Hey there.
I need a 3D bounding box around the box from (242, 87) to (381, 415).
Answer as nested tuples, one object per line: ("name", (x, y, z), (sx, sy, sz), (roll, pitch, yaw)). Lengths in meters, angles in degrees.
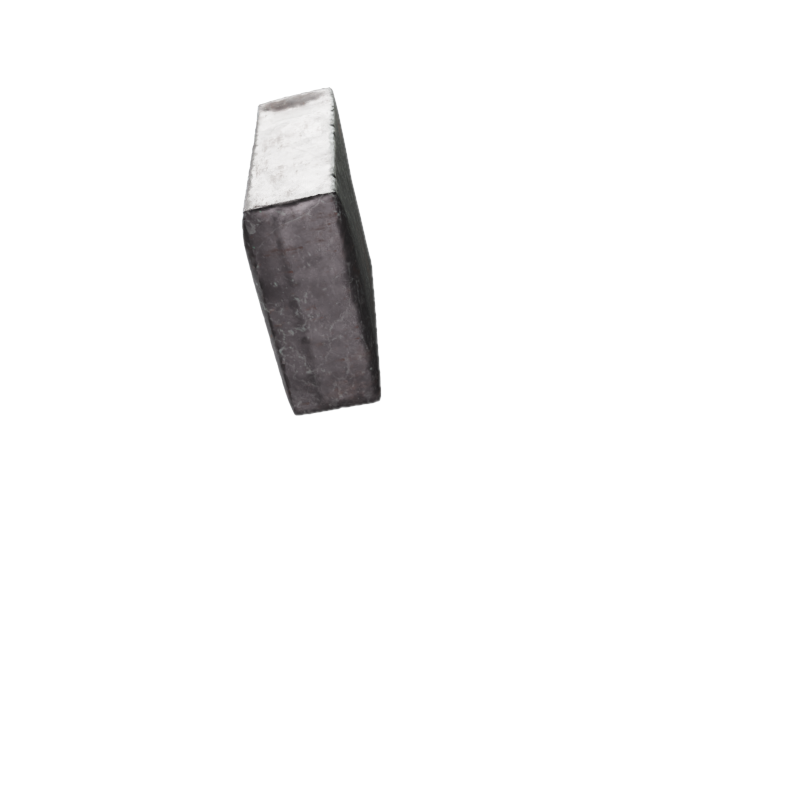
("box", (-0.065, -0.118, 0.828), (0.072, 0.154, 0.227), (-11, 31, 3))
